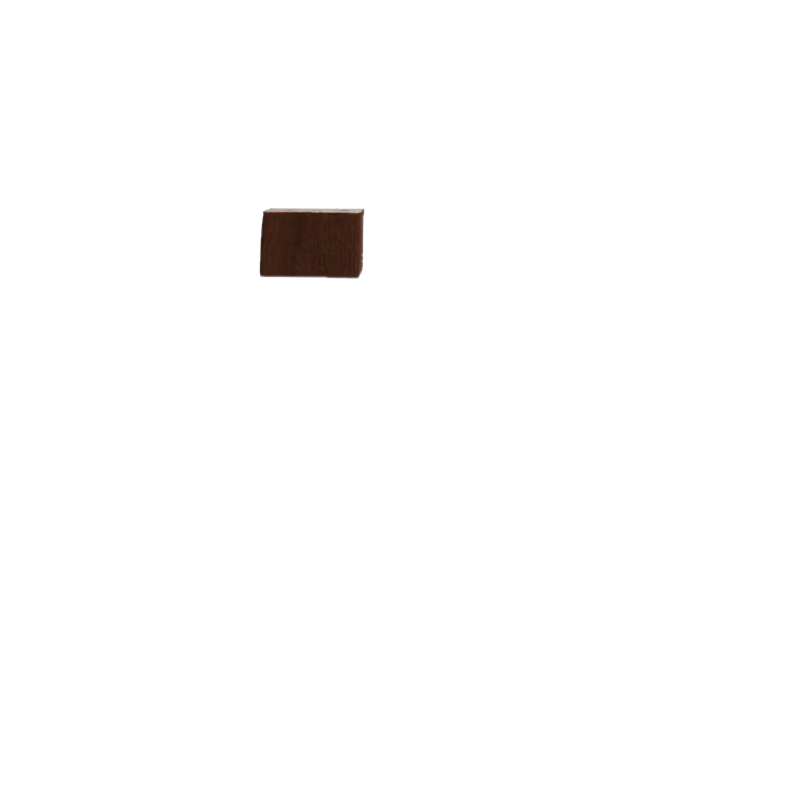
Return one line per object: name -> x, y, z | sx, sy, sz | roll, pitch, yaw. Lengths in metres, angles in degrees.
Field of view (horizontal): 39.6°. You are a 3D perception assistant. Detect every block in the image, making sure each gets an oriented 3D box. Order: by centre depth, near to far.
block -> -0.068, -0.124, 0.870 | 0.078, 0.050, 0.053 | 1, 10, 4
